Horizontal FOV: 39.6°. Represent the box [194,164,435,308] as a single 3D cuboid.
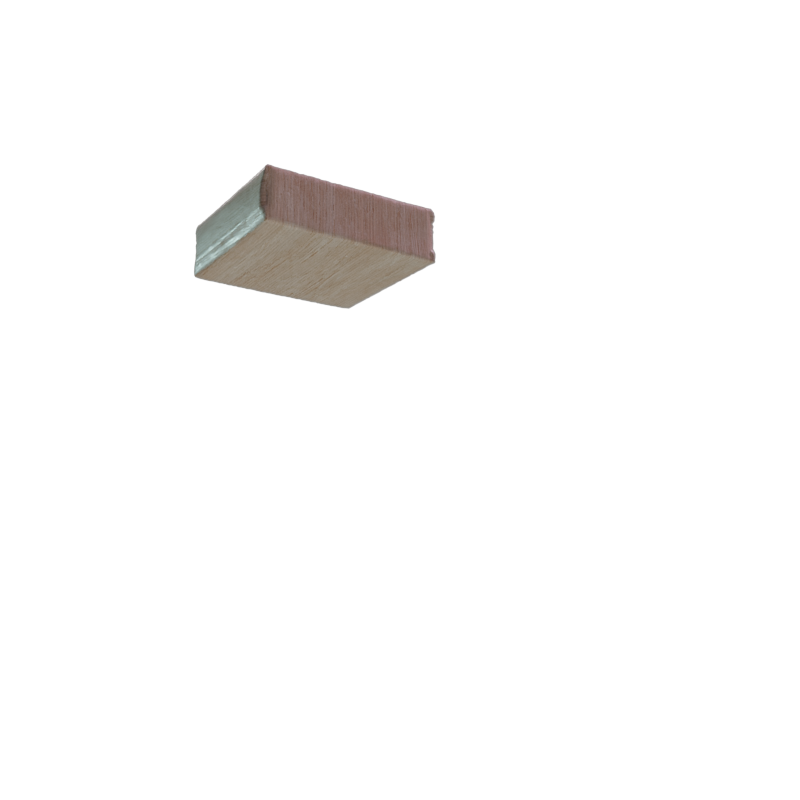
[{"bbox_3d":[-0.040,-0.073,0.510,0.085,0.032,0.073,10,-20,-30],"label":"box"}]
